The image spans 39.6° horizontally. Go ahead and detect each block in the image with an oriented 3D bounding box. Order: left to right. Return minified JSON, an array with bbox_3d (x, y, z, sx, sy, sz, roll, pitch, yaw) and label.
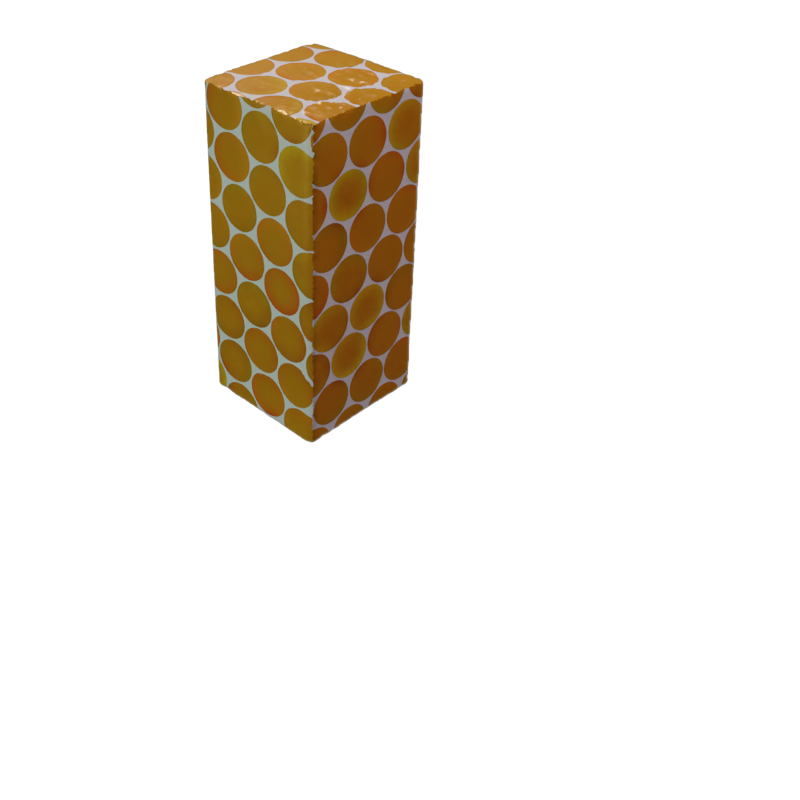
[{"bbox_3d":[-0.052,-0.095,0.662,0.096,0.194,0.091,28,41,34],"label":"block"}]
